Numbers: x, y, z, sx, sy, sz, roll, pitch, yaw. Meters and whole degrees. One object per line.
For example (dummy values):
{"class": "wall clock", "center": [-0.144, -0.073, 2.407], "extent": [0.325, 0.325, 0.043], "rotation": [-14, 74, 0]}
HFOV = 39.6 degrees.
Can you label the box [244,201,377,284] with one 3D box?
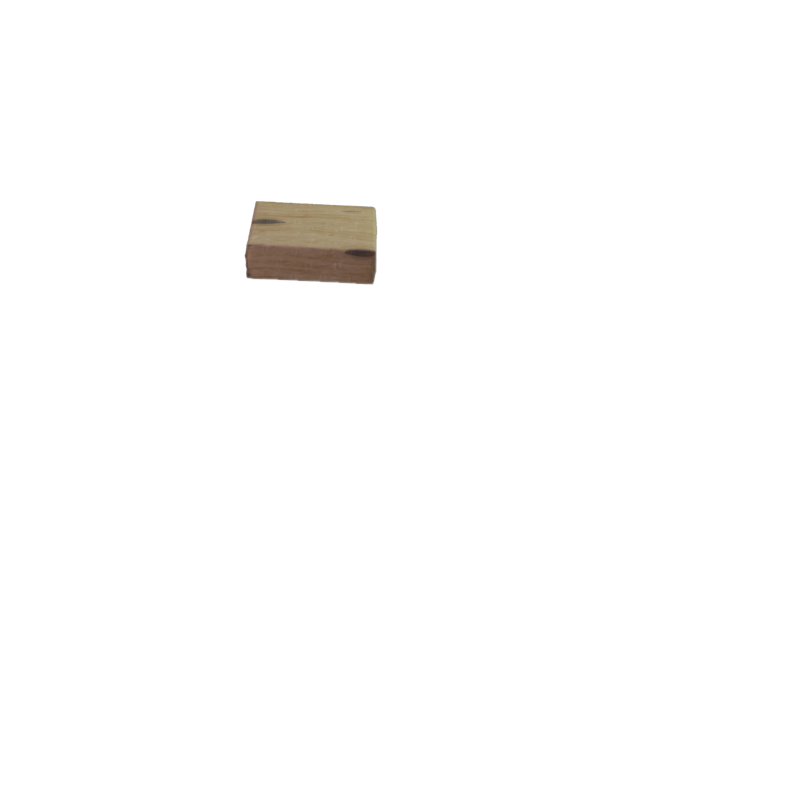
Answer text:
{"class": "box", "center": [-0.076, -0.140, 0.977], "extent": [0.114, 0.037, 0.095], "rotation": [1, 31, 1]}
